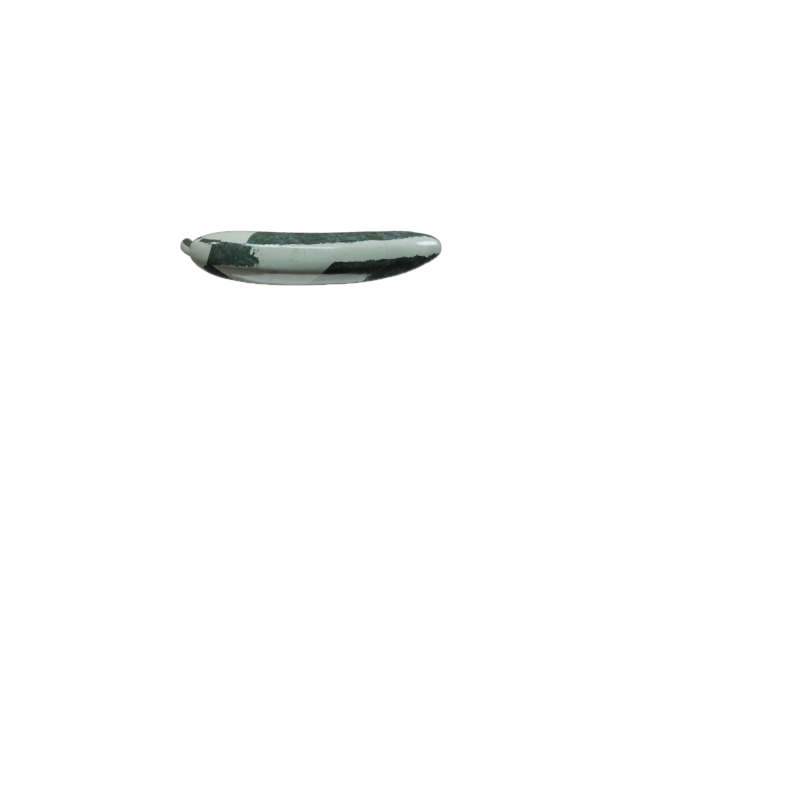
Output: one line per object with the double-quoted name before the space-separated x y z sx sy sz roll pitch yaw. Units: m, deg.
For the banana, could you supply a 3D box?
"banana" -0.069 -0.108 0.806 0.199 0.035 0.073 2 29 4
